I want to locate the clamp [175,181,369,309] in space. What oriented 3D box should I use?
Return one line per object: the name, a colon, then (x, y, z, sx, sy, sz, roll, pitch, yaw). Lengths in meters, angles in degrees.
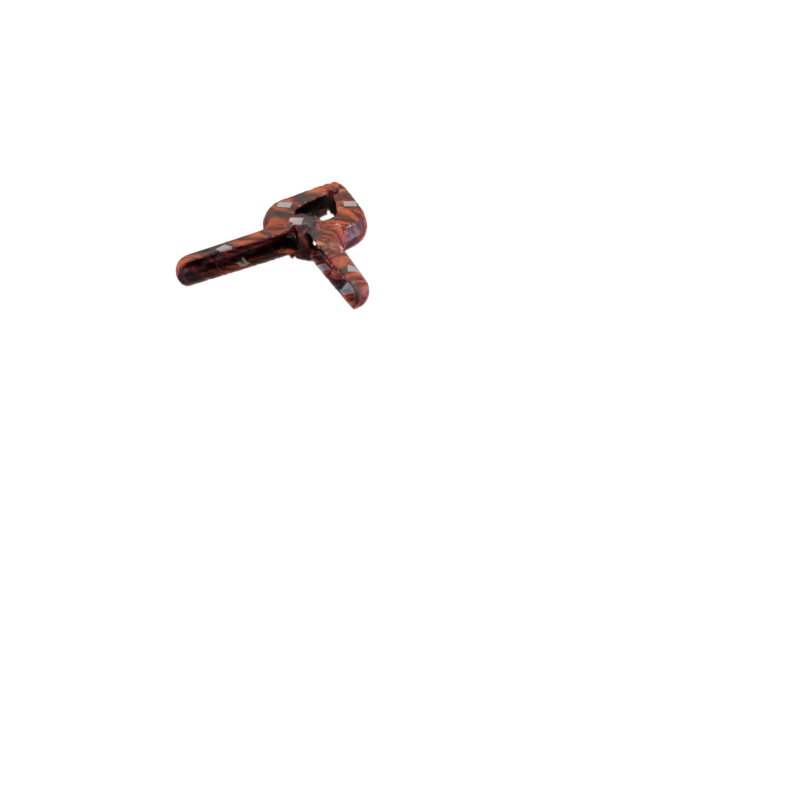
clamp: (-0.076, -0.139, 0.972, 0.170, 0.034, 0.215, 12, 33, 19)
